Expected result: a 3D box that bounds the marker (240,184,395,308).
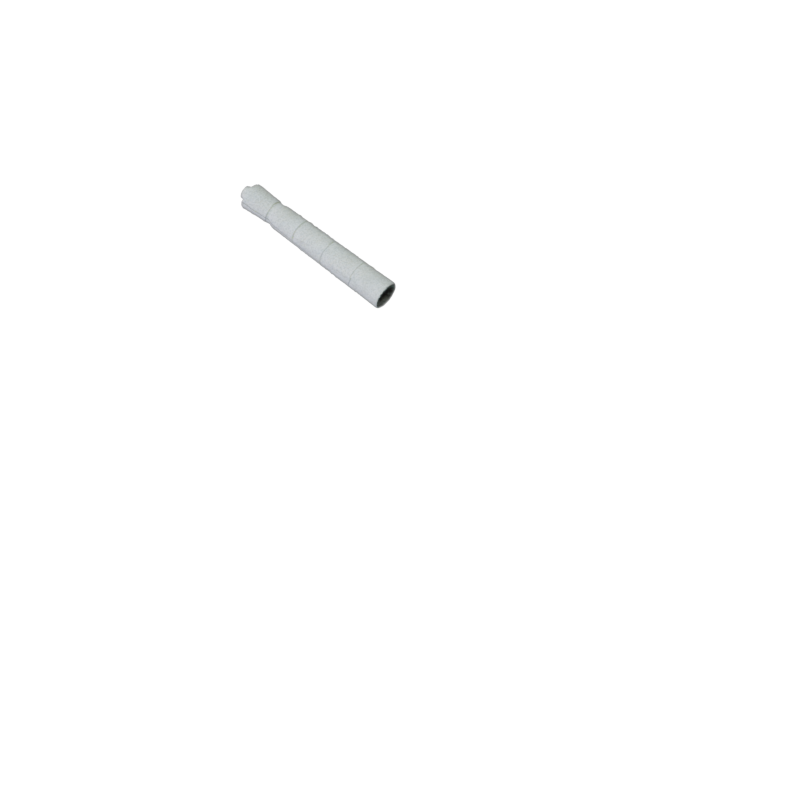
[{"bbox_3d":[-0.054,-0.099,0.694,0.128,0.019,0.019,38,20,23],"label":"marker"}]
